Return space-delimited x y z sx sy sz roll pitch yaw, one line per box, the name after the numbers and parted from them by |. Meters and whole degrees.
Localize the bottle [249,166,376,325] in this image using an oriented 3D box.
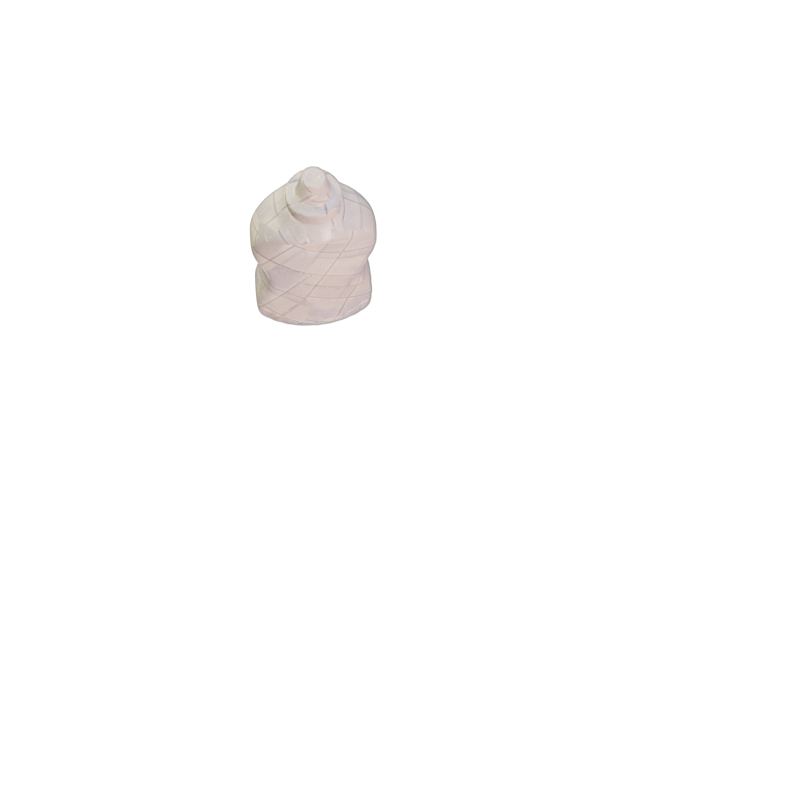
-0.067 -0.121 0.853 0.096 0.062 0.181 -2 -23 -4 | bottle
